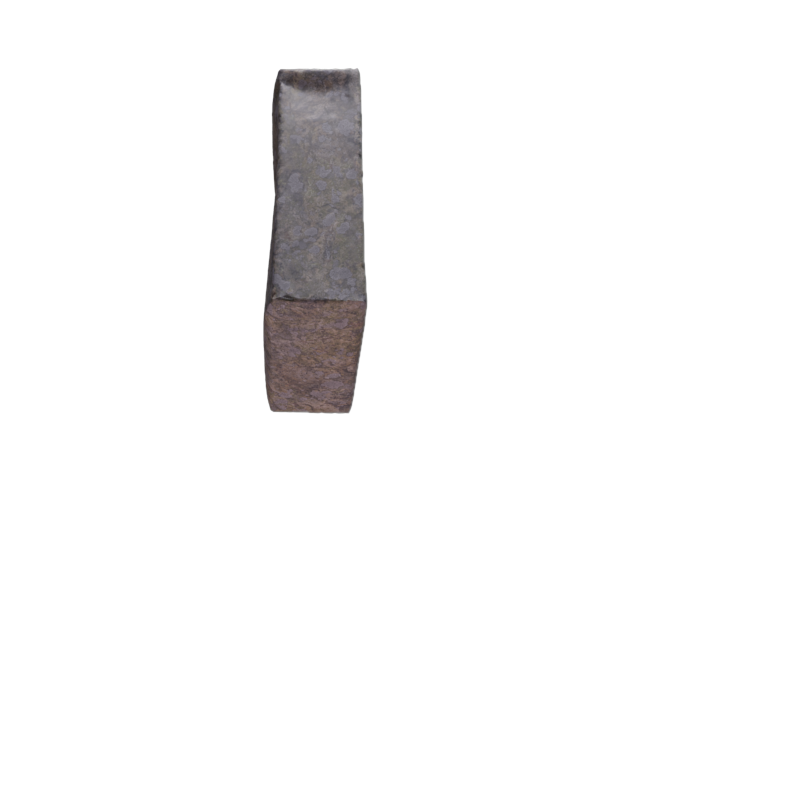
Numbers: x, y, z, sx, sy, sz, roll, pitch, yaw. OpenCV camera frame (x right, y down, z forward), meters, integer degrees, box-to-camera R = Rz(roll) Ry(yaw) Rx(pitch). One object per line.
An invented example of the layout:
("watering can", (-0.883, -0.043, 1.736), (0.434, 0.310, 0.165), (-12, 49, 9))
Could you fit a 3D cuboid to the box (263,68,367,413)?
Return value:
("box", (-0.066, -0.121, 0.847), (0.071, 0.228, 0.154), (1, -31, -5))
